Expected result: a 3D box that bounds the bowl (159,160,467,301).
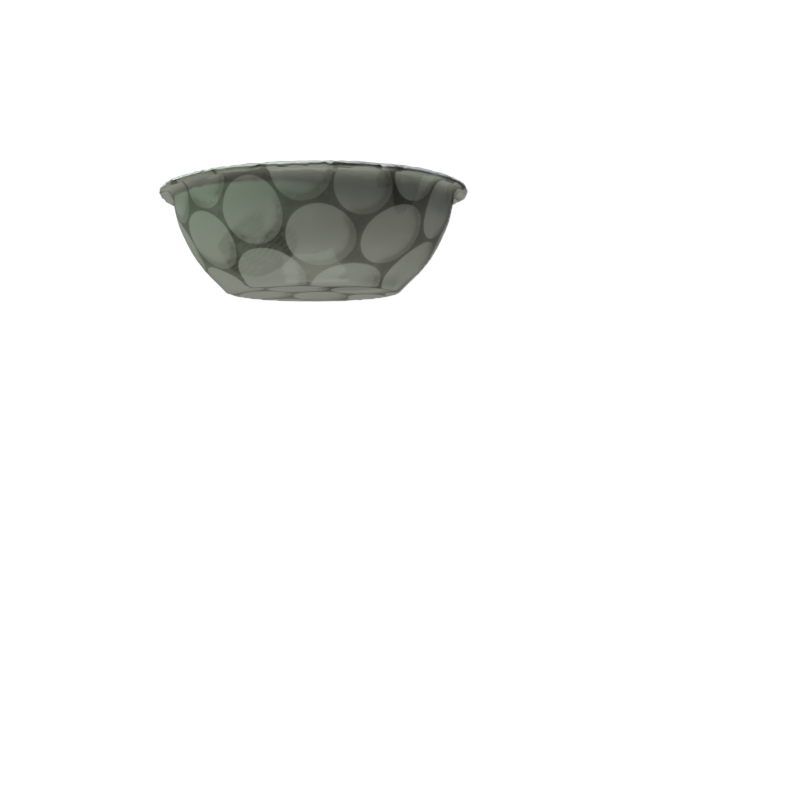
[{"bbox_3d":[-0.046,-0.083,0.582,0.162,0.056,0.160,0,-1,-2],"label":"bowl"}]
